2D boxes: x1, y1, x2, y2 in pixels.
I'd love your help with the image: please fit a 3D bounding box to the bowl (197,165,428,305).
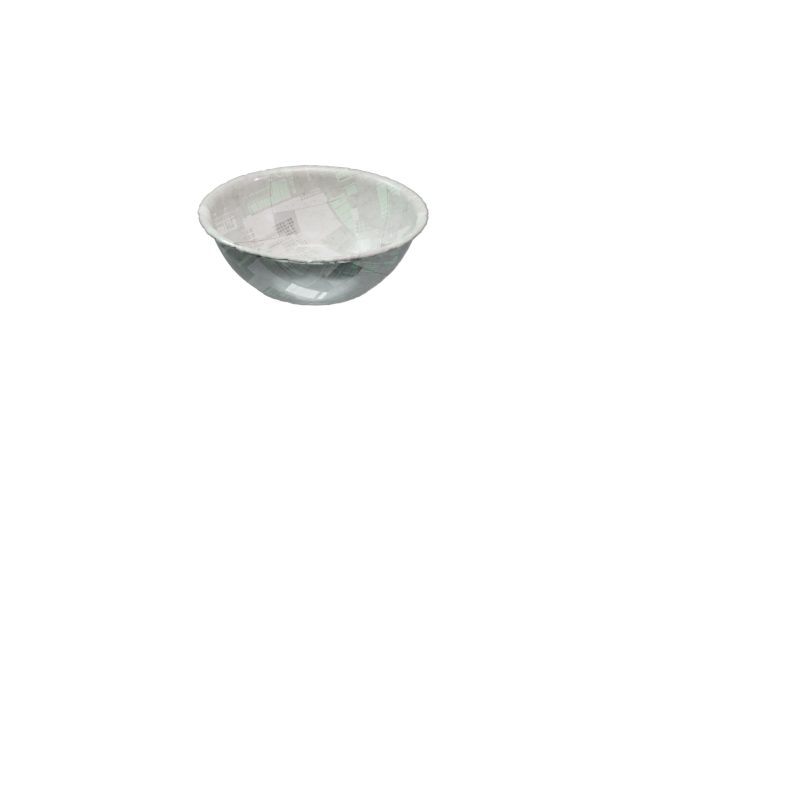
[{"bbox_3d":[-0.062,-0.113,0.789,0.162,0.052,0.172,-1,32,-2],"label":"bowl"}]
